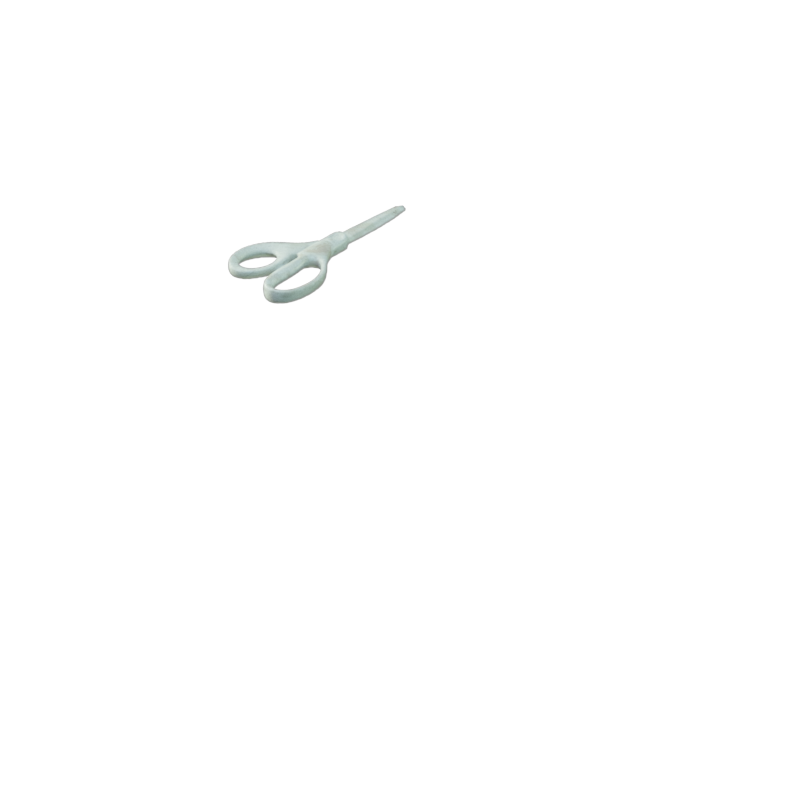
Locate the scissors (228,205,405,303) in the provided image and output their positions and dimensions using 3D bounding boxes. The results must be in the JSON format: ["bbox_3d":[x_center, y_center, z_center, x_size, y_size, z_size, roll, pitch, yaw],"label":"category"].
[{"bbox_3d":[-0.077,-0.141,0.989,0.100,0.015,0.207,13,36,19],"label":"scissors"}]
